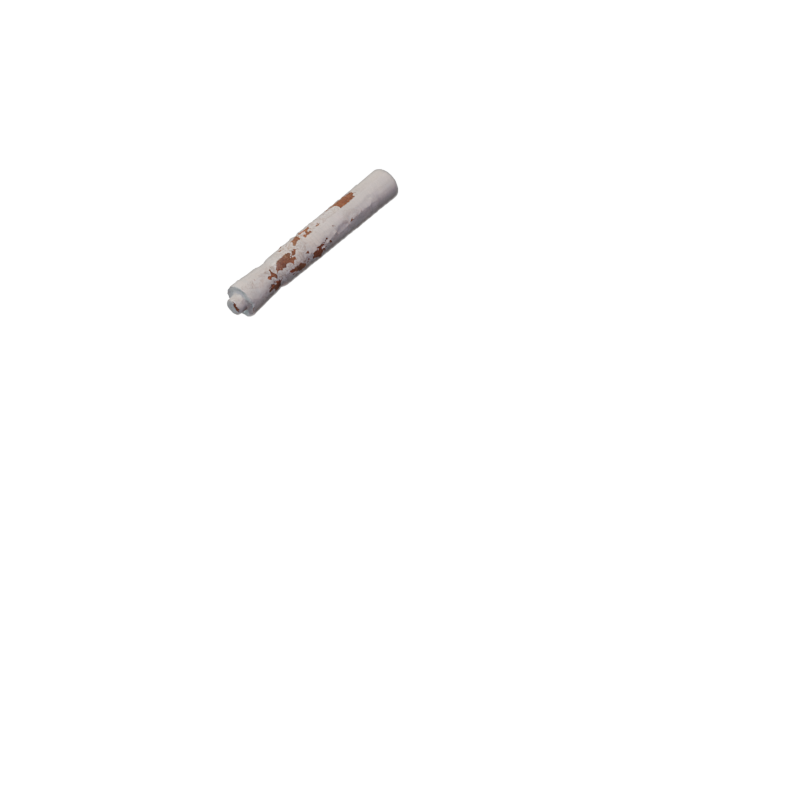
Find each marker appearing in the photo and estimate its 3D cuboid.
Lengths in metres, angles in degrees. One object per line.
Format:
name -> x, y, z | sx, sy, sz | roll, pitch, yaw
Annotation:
marker -> -0.045, -0.083, 0.579 | 0.021, 0.019, 0.123 | 4, 40, 48
